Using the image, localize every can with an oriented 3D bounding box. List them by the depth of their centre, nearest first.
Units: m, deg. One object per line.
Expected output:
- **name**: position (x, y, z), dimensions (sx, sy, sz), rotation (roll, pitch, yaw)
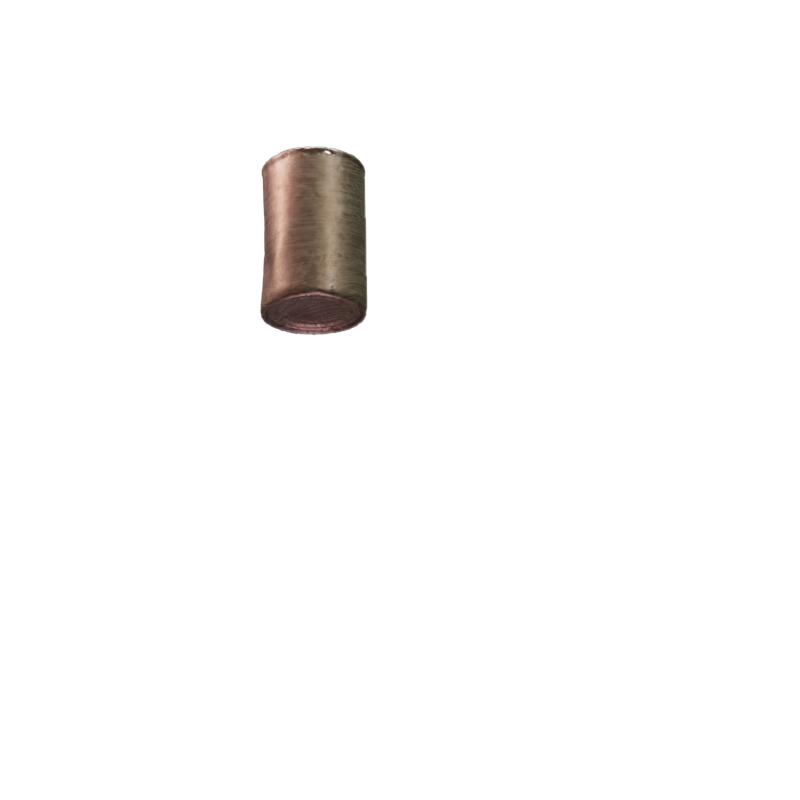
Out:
- **can**: position (-0.055, -0.100, 0.703), dimensions (0.068, 0.108, 0.065), rotation (0, -23, -2)
